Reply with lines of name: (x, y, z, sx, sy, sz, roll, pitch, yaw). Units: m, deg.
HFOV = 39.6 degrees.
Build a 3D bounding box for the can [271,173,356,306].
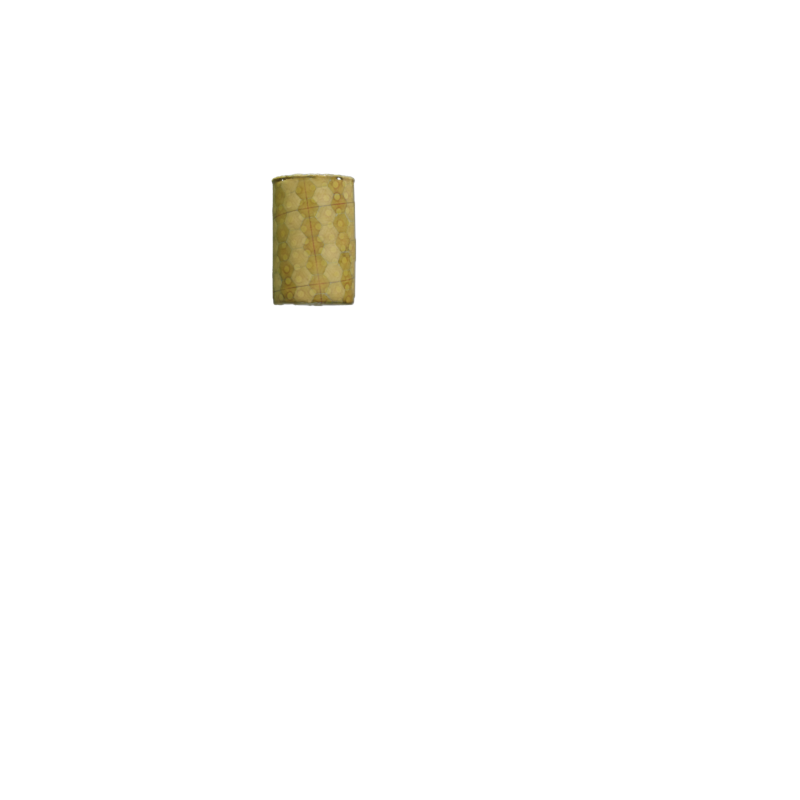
can: (-0.070, -0.128, 0.896, 0.068, 0.103, 0.068, 0, -2, -2)
